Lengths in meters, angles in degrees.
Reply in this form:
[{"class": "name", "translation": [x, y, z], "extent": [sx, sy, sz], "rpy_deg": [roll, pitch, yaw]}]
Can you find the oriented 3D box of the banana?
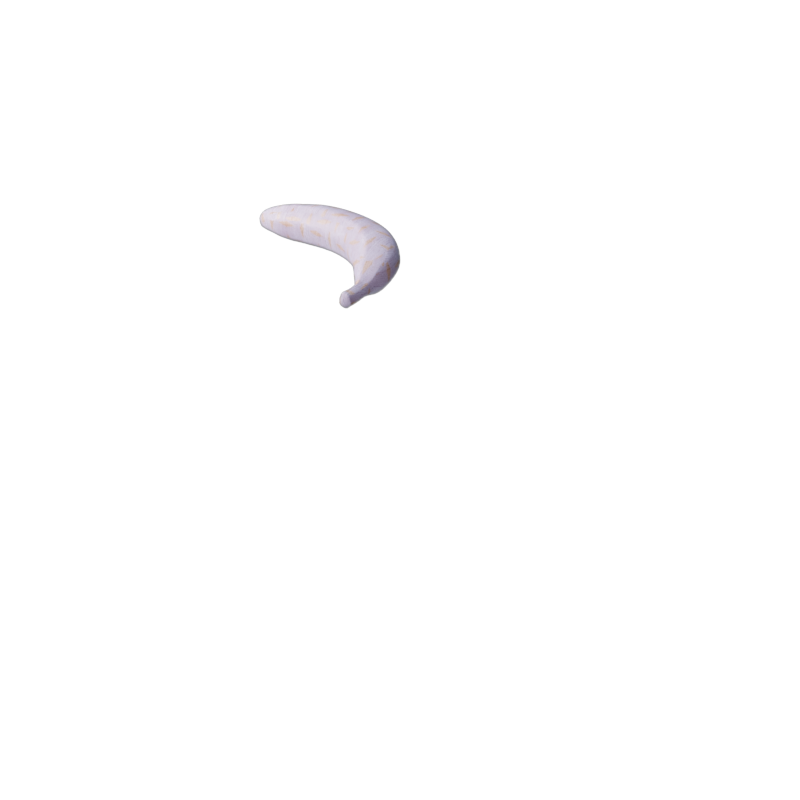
[{"class": "banana", "translation": [-0.049, -0.123, 0.859], "extent": [0.068, 0.035, 0.211], "rpy_deg": [-9, 26, -21]}]
